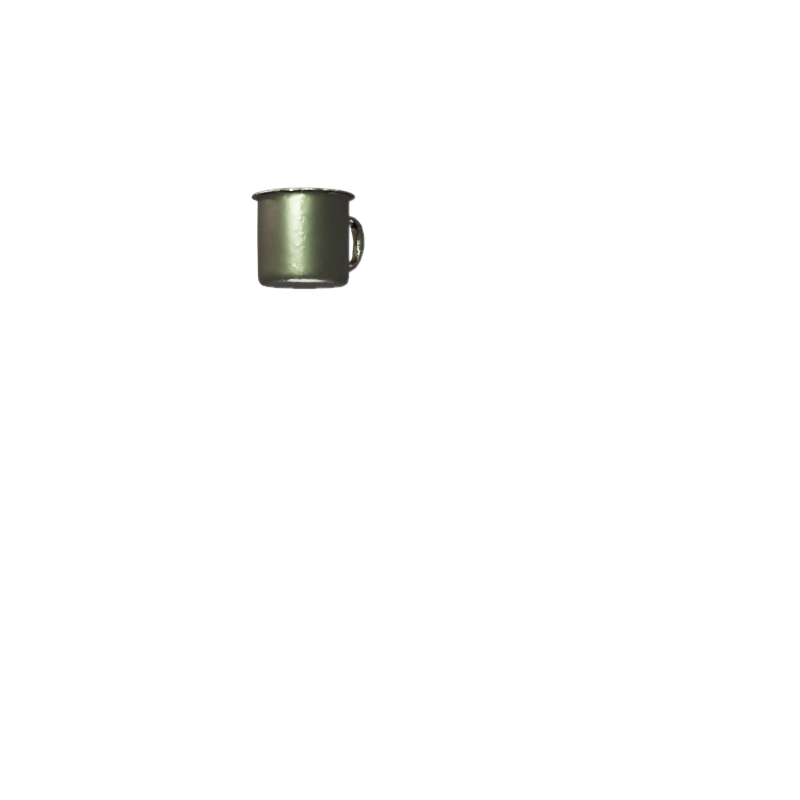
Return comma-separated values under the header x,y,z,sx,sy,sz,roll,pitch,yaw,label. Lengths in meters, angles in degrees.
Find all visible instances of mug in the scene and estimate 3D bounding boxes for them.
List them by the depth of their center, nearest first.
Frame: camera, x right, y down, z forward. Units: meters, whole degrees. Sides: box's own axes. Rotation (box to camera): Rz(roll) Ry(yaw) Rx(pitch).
x,y,z,sx,sy,sz,roll,pitch,yaw,label
-0.078,-0.142,0.997,0.096,0.082,0.112,-2,-3,45,mug
